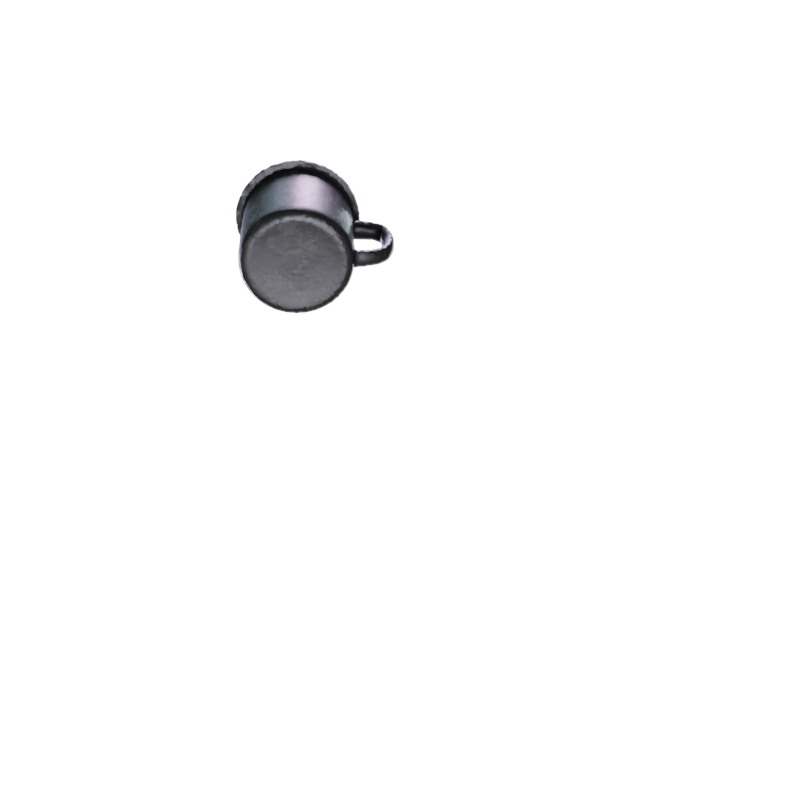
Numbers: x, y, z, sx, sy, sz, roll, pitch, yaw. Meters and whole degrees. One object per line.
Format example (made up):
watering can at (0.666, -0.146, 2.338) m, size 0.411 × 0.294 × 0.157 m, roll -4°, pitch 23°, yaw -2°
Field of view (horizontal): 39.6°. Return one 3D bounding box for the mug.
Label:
mug at (-0.063, -0.115, 0.803) m, size 0.116 × 0.088 × 0.086 m, roll 6°, pitch 29°, yaw -5°
